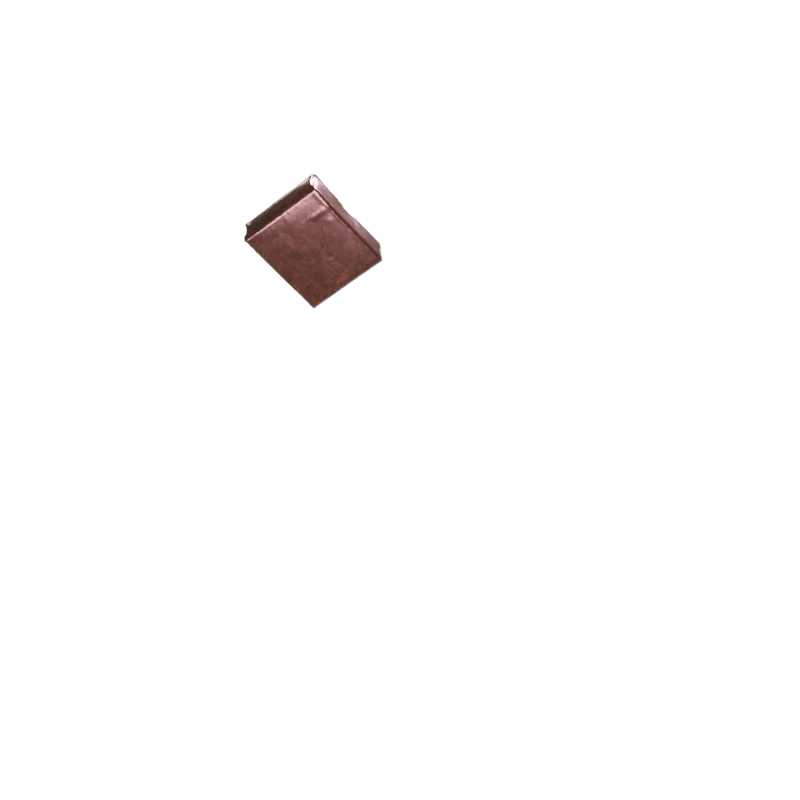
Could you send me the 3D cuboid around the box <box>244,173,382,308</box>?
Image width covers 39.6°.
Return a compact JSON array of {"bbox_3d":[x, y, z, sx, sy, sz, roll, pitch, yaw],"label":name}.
[{"bbox_3d":[-0.070,-0.128,0.893,0.073,0.084,0.032,-35,26,19],"label":"box"}]
